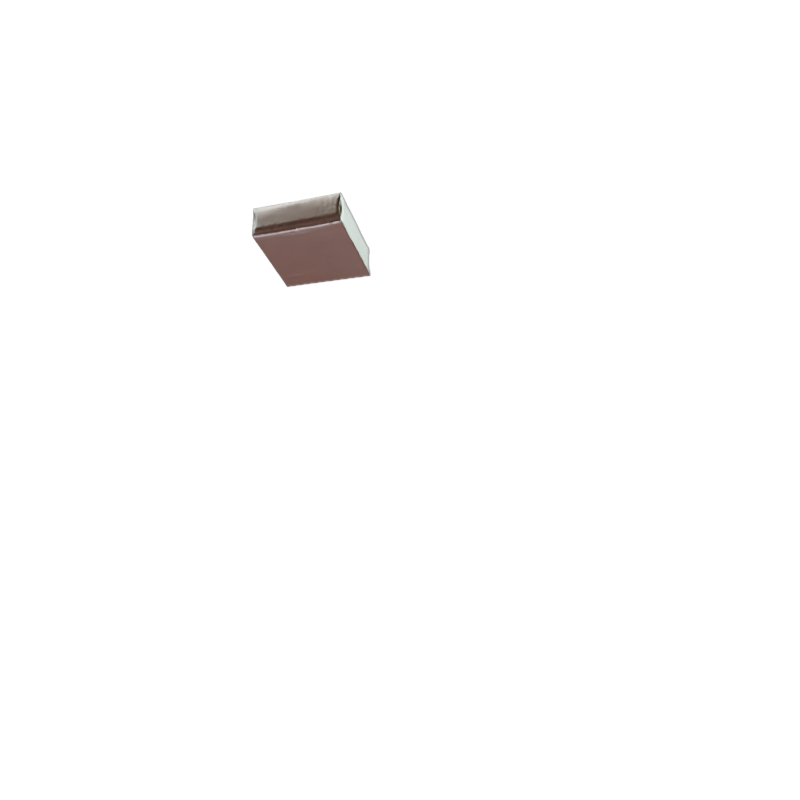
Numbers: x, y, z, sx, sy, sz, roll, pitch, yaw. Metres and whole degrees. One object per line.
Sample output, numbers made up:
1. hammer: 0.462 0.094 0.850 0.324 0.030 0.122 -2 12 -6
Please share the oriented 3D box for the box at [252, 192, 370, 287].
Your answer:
1. box: -0.069 -0.126 0.885 0.074 0.032 0.083 -7 -27 14
